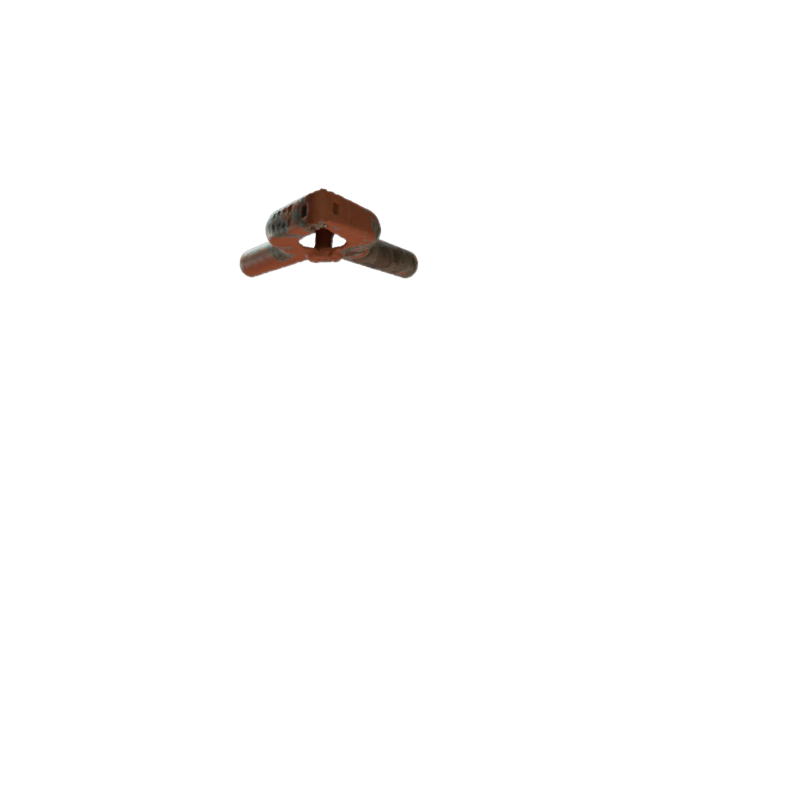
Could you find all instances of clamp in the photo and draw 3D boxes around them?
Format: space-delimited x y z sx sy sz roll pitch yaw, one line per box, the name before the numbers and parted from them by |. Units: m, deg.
clamp | -0.074 -0.136 0.949 0.166 0.037 0.202 -1 -7 7
